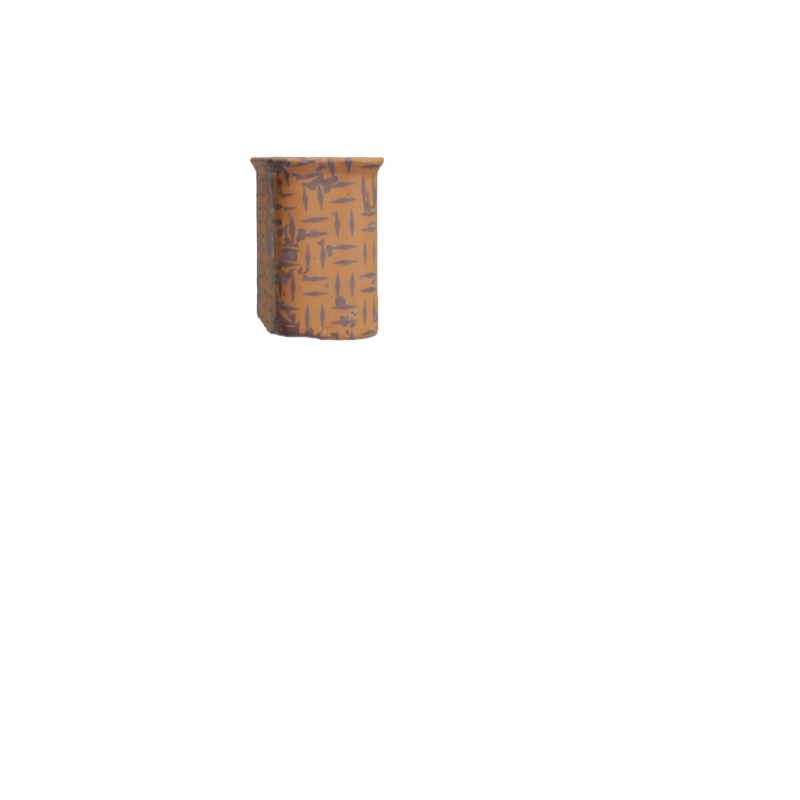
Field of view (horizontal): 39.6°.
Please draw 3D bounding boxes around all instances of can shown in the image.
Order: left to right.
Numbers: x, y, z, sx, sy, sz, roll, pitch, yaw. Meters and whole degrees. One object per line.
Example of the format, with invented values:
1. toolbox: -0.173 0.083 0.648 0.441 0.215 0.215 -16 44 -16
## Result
1. can: -0.043 -0.078 0.546 0.057 0.083 0.105 -1 9 -11
